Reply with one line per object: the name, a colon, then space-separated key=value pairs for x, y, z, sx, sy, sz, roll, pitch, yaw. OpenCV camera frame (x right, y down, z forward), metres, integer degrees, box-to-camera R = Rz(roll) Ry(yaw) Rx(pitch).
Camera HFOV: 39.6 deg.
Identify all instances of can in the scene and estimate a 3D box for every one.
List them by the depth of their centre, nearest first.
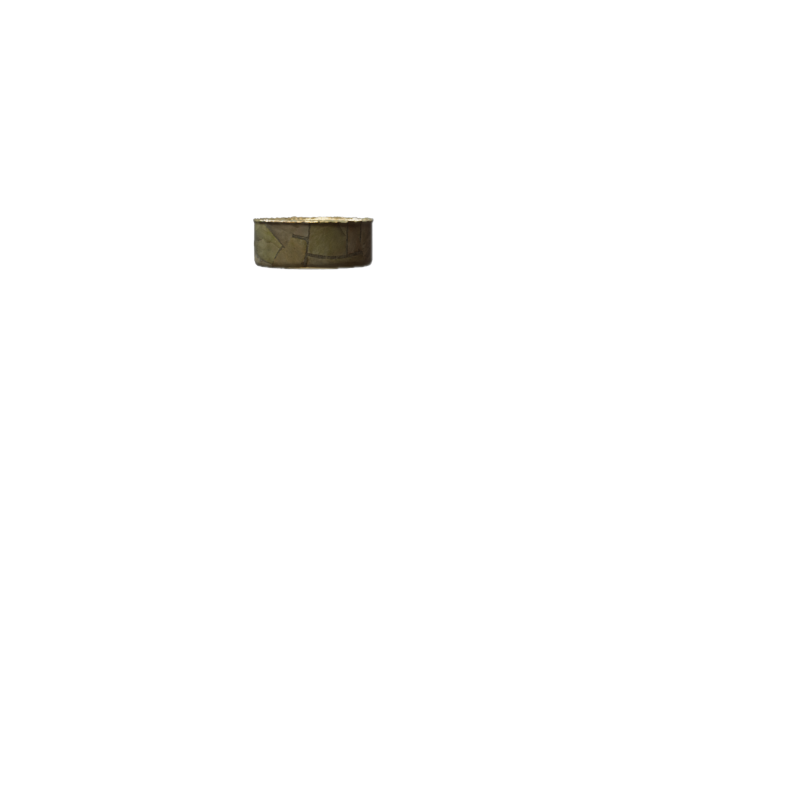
can: x=-0.062 y=-0.112 z=0.788 sx=0.086 sy=0.033 sz=0.088 roll=0 pitch=10 yaw=-2
